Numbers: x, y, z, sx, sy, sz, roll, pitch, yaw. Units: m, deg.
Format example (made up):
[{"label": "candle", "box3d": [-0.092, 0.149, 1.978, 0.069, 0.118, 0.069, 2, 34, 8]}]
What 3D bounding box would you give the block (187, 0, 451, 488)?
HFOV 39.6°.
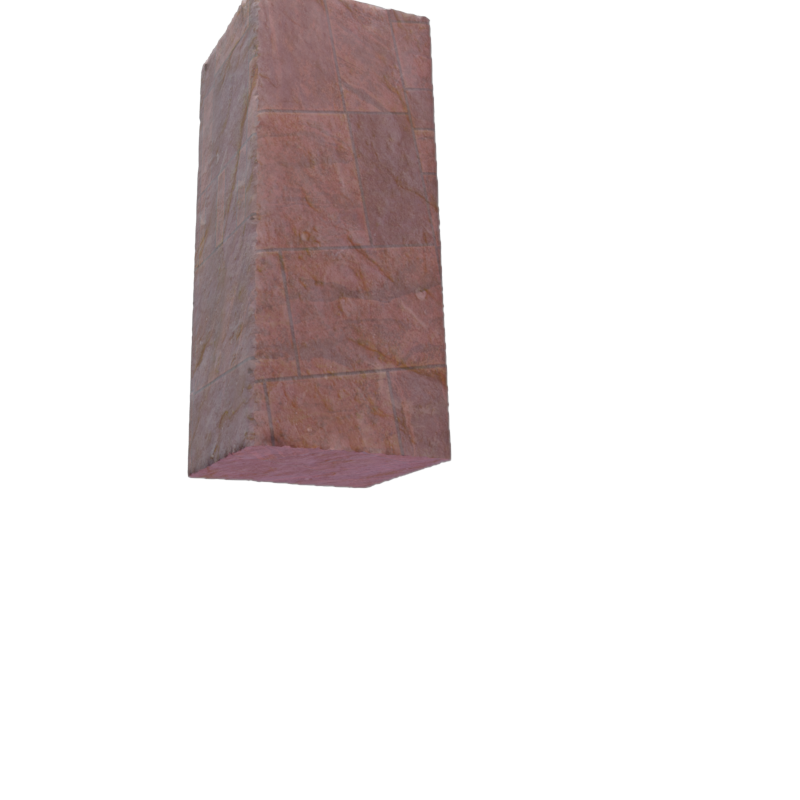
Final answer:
[{"label": "block", "box3d": [-0.040, -0.072, 0.505, 0.087, 0.216, 0.090, 7, -20, -23]}]
